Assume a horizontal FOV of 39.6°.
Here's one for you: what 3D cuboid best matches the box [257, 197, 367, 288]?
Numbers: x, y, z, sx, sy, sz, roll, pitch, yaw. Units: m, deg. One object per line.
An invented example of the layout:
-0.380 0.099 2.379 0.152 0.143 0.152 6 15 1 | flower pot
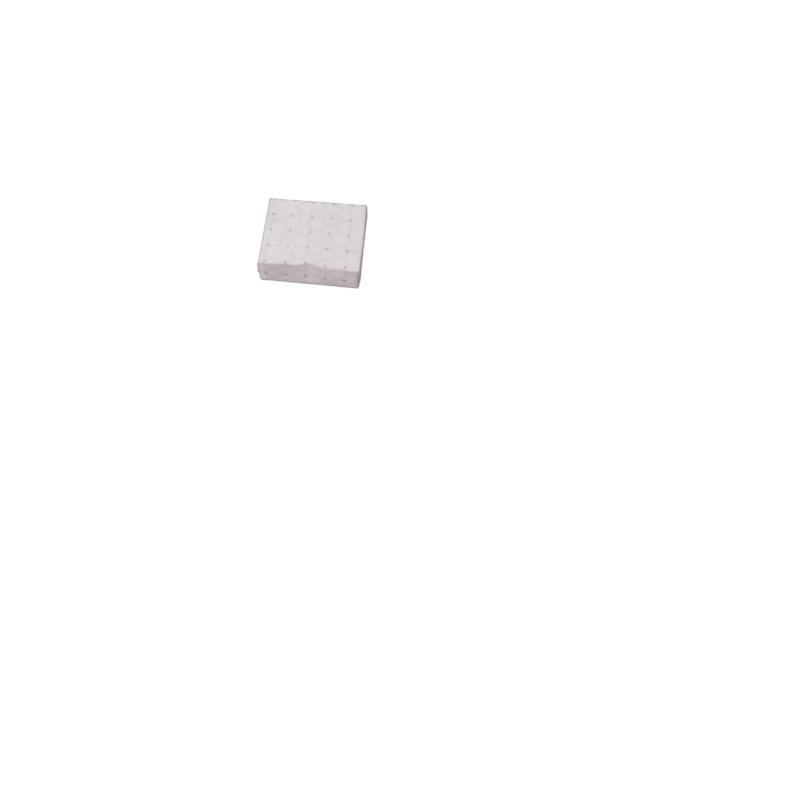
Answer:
-0.076 -0.138 0.966 0.090 0.078 0.028 5 -34 3 | box
